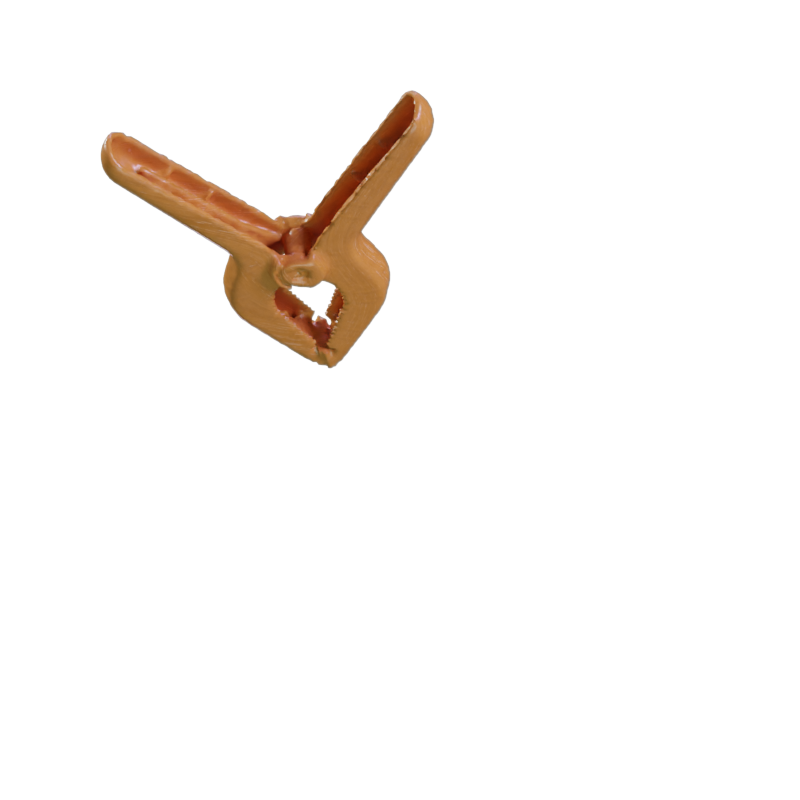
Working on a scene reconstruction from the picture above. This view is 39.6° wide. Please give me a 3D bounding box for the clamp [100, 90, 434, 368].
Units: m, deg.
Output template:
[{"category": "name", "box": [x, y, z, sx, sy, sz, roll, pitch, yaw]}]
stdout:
[{"category": "clamp", "box": [-0.047, -0.086, 0.605, 0.166, 0.039, 0.194, -8, -35, 12]}]
